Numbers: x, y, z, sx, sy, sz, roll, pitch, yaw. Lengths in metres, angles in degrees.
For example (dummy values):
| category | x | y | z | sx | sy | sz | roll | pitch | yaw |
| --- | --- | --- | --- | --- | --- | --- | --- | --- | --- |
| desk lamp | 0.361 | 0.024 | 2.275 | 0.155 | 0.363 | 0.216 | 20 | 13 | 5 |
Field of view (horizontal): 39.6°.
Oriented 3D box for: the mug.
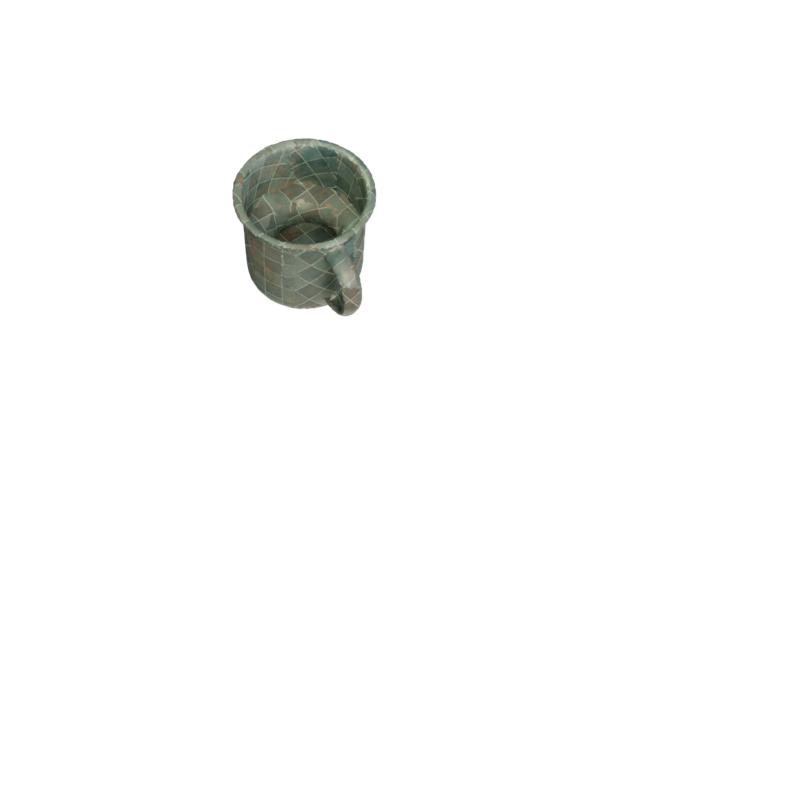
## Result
| category | x | y | z | sx | sy | sz | roll | pitch | yaw |
| --- | --- | --- | --- | --- | --- | --- | --- | --- | --- |
| mug | -0.058 | -0.106 | 0.740 | 0.093 | 0.125 | 0.076 | -26 | -29 | -17 |
